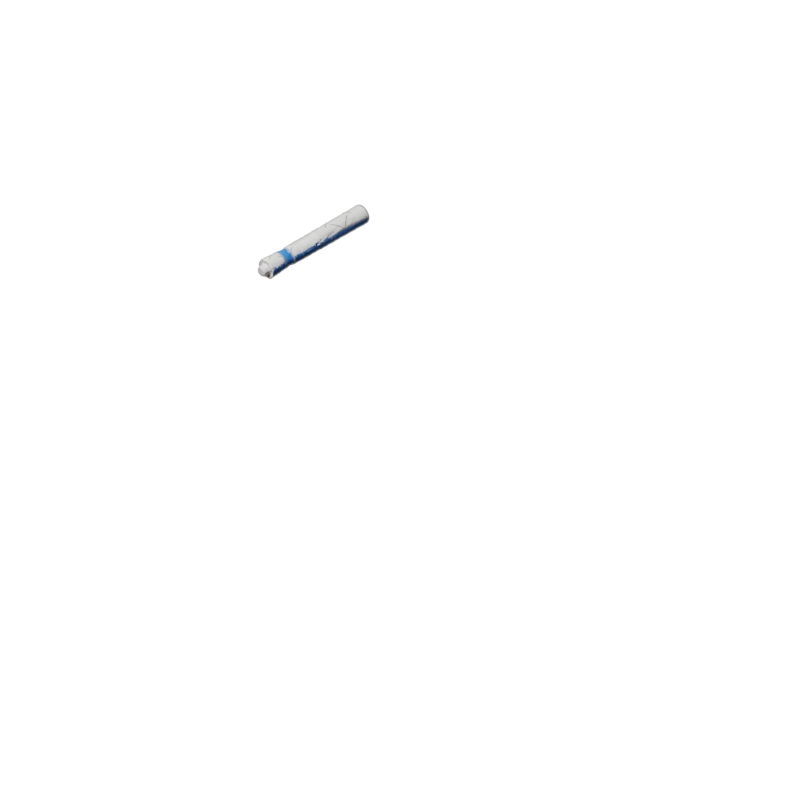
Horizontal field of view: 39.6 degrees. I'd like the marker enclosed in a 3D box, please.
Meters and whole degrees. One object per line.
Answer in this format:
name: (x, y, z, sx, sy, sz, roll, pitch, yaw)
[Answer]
marker: (-0.076, -0.138, 0.968, 0.121, 0.019, 0.021, -35, 24, -32)
